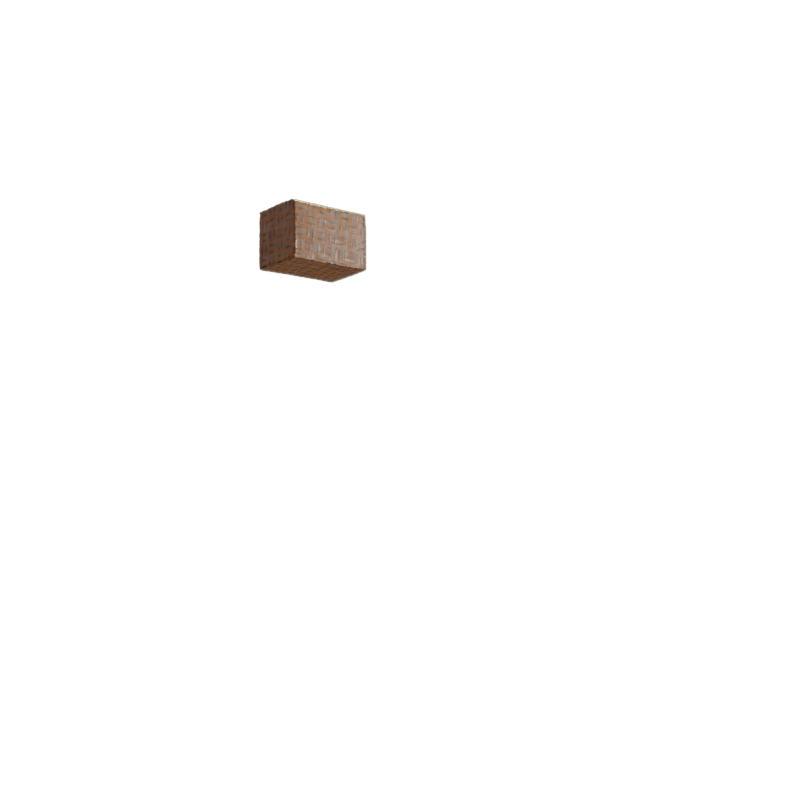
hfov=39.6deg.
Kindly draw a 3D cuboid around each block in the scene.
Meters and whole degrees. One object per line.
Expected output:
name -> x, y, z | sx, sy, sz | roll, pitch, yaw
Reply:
block -> -0.073, -0.134, 0.938 | 0.074, 0.053, 0.054 | 8, -15, -38
